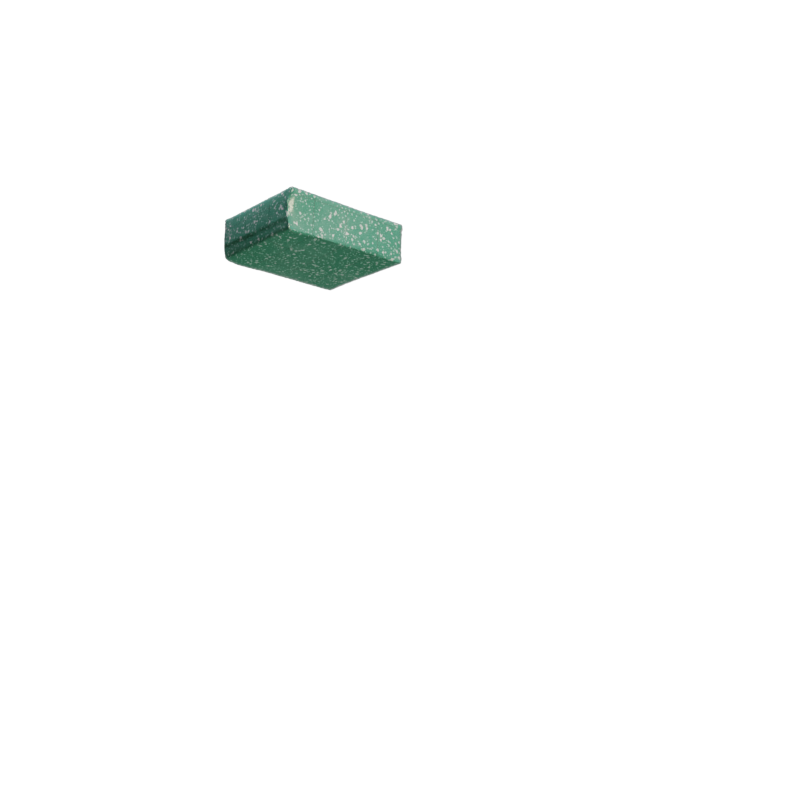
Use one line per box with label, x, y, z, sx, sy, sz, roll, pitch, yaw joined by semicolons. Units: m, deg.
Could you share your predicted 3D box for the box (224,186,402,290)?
box;-0.068;-0.124;0.870;0.108;0.041;0.091;12;-19;-38
